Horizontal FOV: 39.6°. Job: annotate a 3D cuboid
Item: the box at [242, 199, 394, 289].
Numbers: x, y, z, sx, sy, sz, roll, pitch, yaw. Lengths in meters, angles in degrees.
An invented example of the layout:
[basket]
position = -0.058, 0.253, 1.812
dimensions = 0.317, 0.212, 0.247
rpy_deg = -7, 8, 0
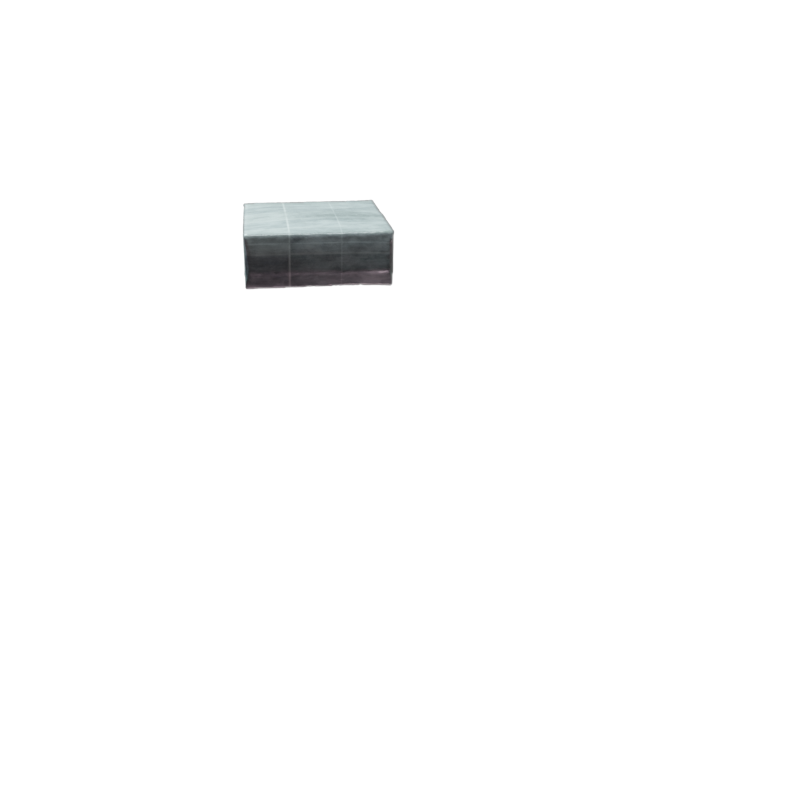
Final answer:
[box]
position = -0.055, -0.101, 0.706
dimensions = 0.089, 0.038, 0.118
rpy_deg = -2, 17, -6
